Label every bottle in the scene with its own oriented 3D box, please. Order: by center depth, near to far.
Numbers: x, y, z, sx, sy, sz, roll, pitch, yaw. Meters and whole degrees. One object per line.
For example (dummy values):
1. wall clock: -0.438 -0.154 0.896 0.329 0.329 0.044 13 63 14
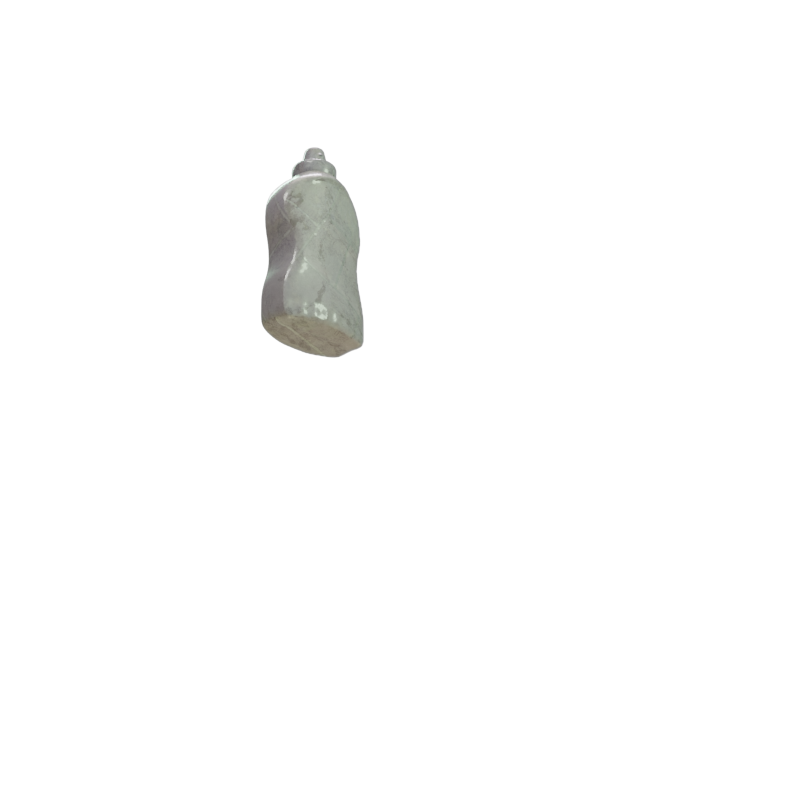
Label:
1. bottle: -0.076 -0.140 0.977 0.090 0.204 0.058 22 -37 -38
